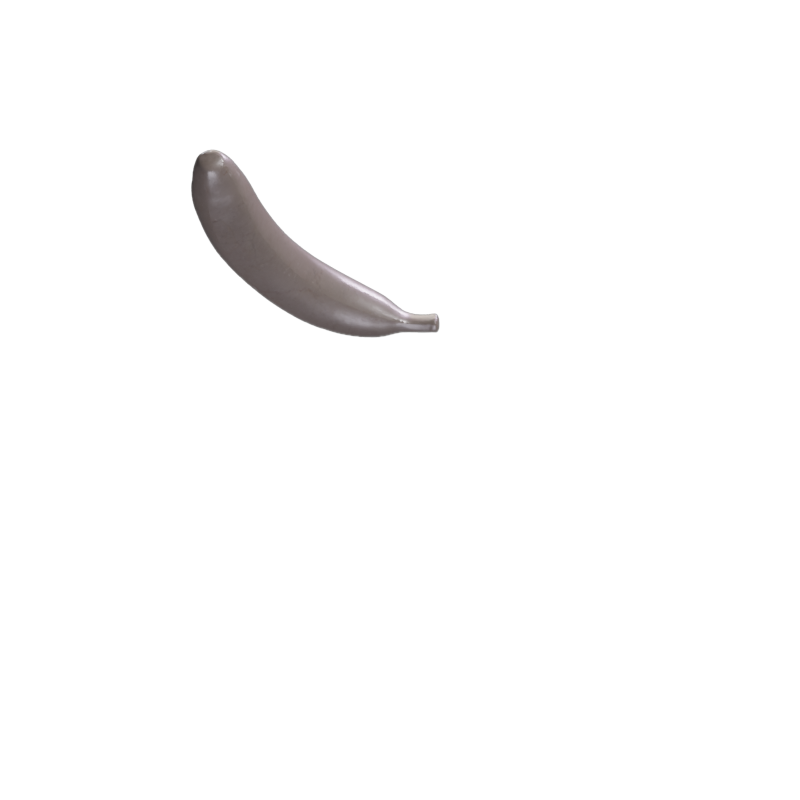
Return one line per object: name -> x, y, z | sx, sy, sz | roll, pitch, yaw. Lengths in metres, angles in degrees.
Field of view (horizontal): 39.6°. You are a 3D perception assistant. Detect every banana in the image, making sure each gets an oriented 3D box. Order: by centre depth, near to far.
banana -> -0.062, -0.083, 0.645 | 0.070, 0.039, 0.184 | -27, -42, 33
